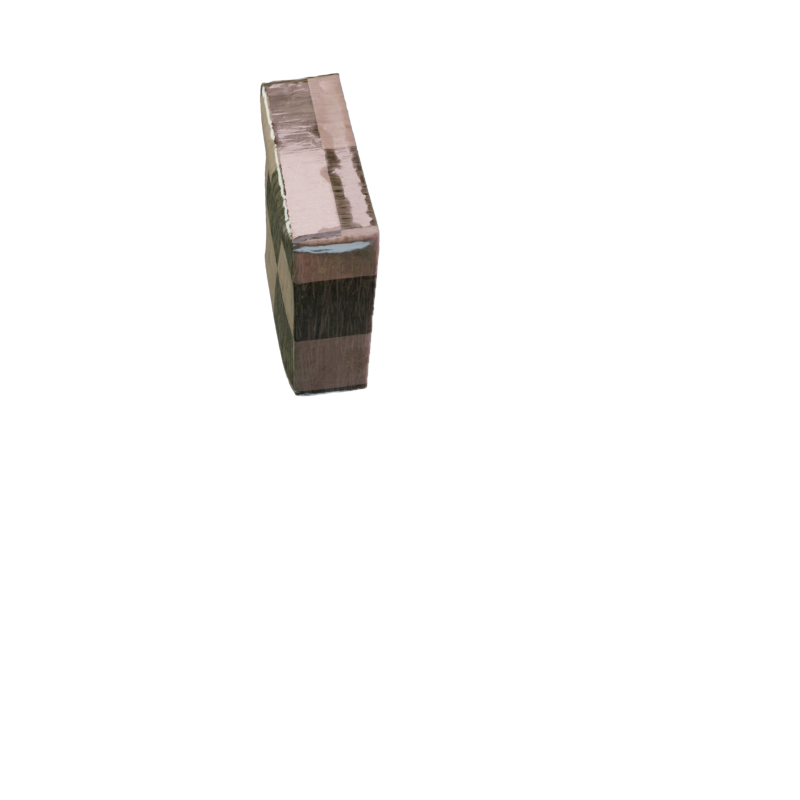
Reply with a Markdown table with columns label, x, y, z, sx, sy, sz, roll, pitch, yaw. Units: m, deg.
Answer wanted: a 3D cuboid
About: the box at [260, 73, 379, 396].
| label | x | y | z | sx | sy | sz | roll | pitch | yaw |
| --- | --- | --- | --- | --- | --- | --- | --- | --- | --- |
| box | -0.070 | -0.127 | 0.890 | 0.071 | 0.177 | 0.200 | -8 | -33 | -9 |
